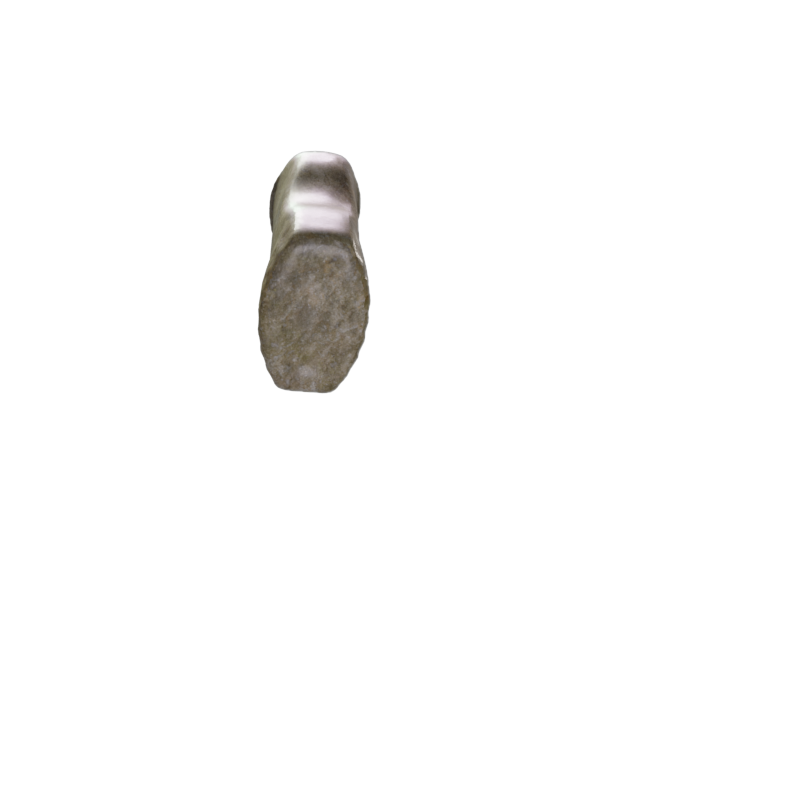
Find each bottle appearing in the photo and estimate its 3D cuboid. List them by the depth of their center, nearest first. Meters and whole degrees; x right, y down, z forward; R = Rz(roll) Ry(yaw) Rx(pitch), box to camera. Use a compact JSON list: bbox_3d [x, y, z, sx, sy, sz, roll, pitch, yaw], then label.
[{"bbox_3d":[-0.051,-0.093,0.654,0.058,0.091,0.204,3,31,-6],"label":"bottle"}]
